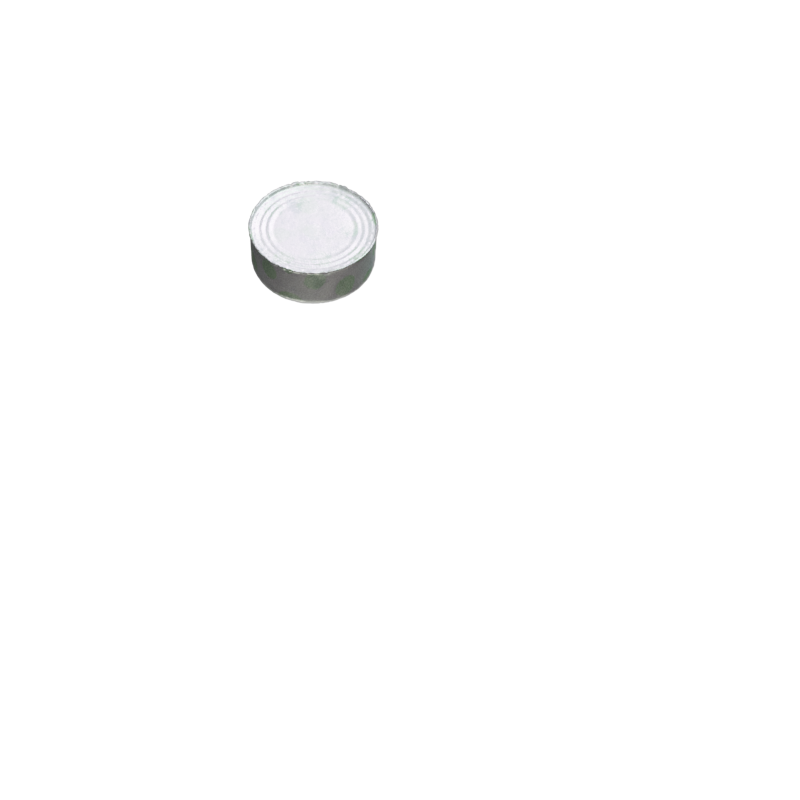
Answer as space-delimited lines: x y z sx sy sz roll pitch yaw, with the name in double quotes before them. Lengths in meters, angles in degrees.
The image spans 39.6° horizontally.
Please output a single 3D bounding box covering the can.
"can" -0.058 -0.106 0.742 0.086 0.092 0.031 -1 -40 -1
